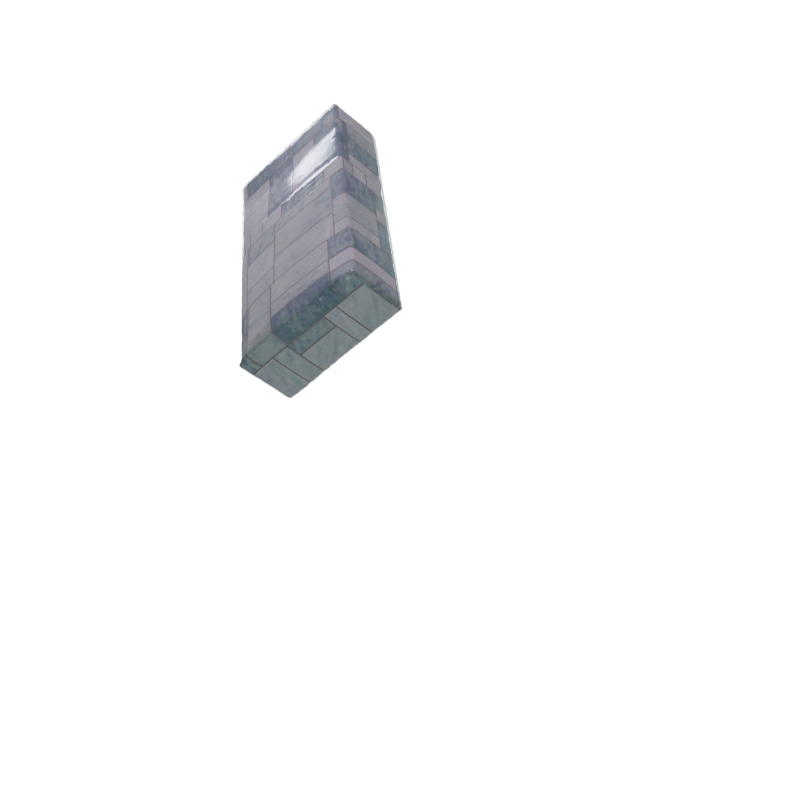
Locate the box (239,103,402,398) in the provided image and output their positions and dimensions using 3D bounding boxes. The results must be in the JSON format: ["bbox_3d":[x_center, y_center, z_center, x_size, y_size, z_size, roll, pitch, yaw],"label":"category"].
[{"bbox_3d":[-0.052,-0.095,0.668,0.092,0.189,0.045,-37,-57,25],"label":"box"}]
